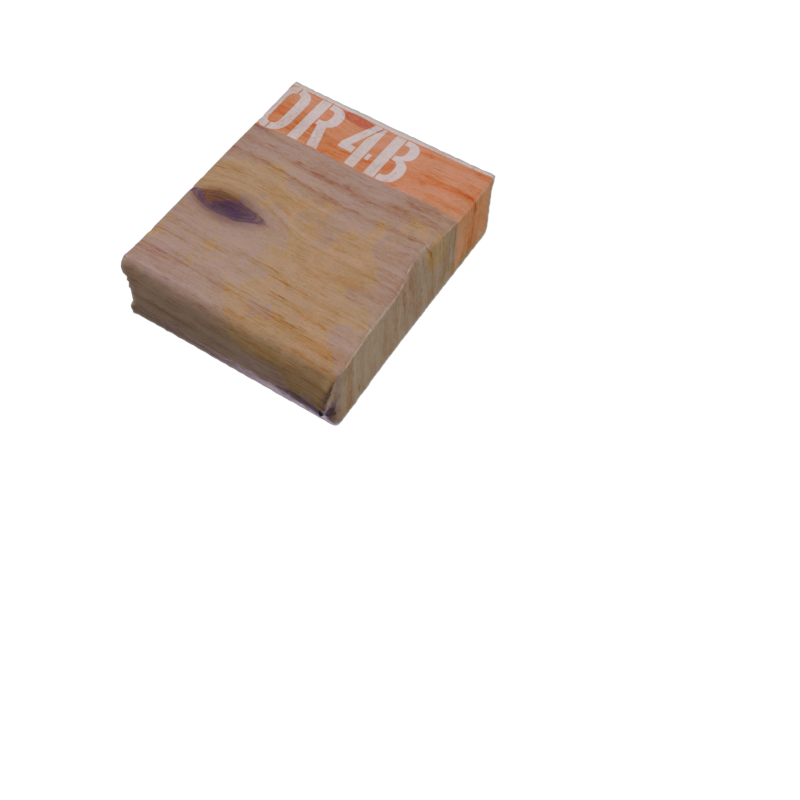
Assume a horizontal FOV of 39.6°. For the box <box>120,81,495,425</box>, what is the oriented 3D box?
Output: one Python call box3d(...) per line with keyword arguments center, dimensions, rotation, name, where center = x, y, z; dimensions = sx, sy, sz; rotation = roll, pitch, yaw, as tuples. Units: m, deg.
box3d(center=(-0.026, -0.046, 0.326), dimensions=(0.076, 0.092, 0.028), rotation=(27, -32, 18), name="box")
